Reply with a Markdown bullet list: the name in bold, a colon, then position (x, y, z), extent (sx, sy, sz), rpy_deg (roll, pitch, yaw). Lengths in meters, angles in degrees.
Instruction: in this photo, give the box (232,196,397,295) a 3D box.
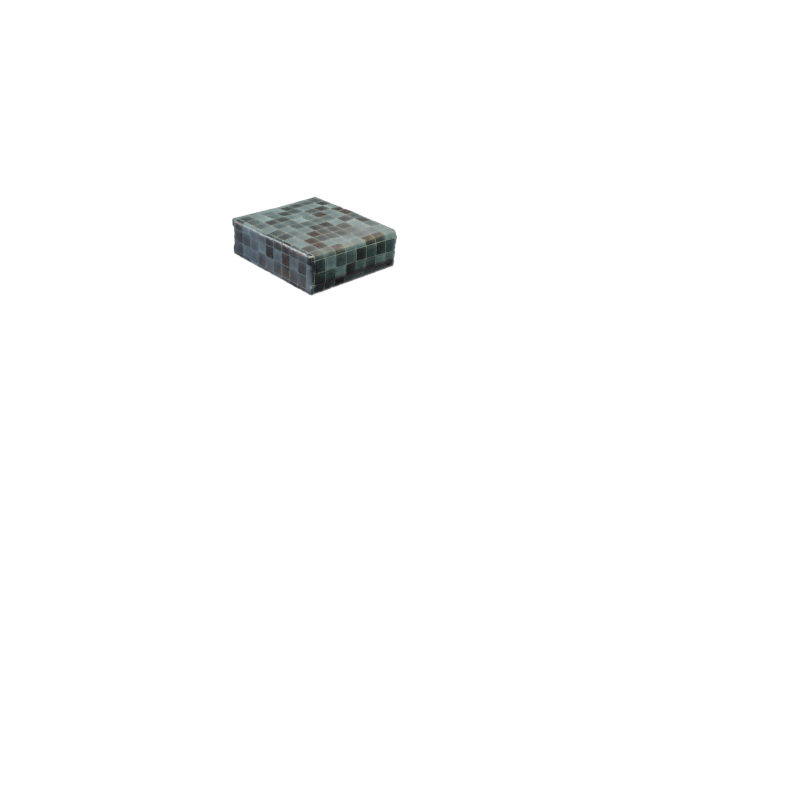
- **box**: position (-0.058, -0.107, 0.747), extent (0.072, 0.029, 0.095), rpy_deg (-21, 35, -35)
